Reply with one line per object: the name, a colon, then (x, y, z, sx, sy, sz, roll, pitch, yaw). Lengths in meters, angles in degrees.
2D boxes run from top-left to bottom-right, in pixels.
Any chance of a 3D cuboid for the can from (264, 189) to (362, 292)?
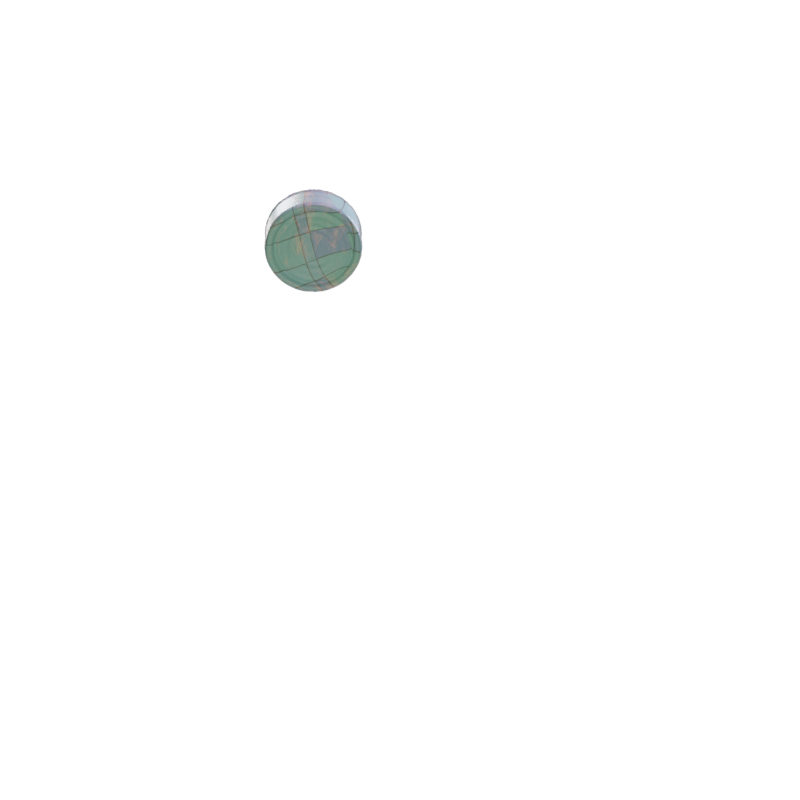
can: (-0.076, -0.138, 0.966, 0.086, 0.081, 0.035, 1, 26, -1)
